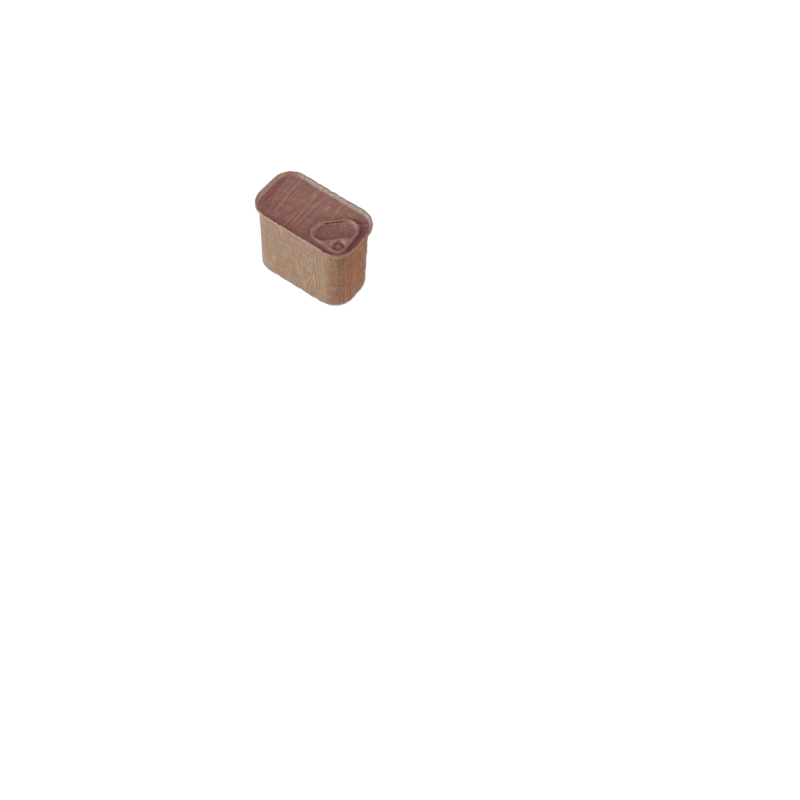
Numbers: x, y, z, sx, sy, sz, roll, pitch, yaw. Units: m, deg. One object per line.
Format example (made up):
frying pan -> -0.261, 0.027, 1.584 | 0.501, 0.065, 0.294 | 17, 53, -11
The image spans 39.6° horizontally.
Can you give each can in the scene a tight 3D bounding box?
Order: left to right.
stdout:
can -> -0.076, -0.139, 0.971 | 0.107, 0.059, 0.078 | 33, -28, 18
